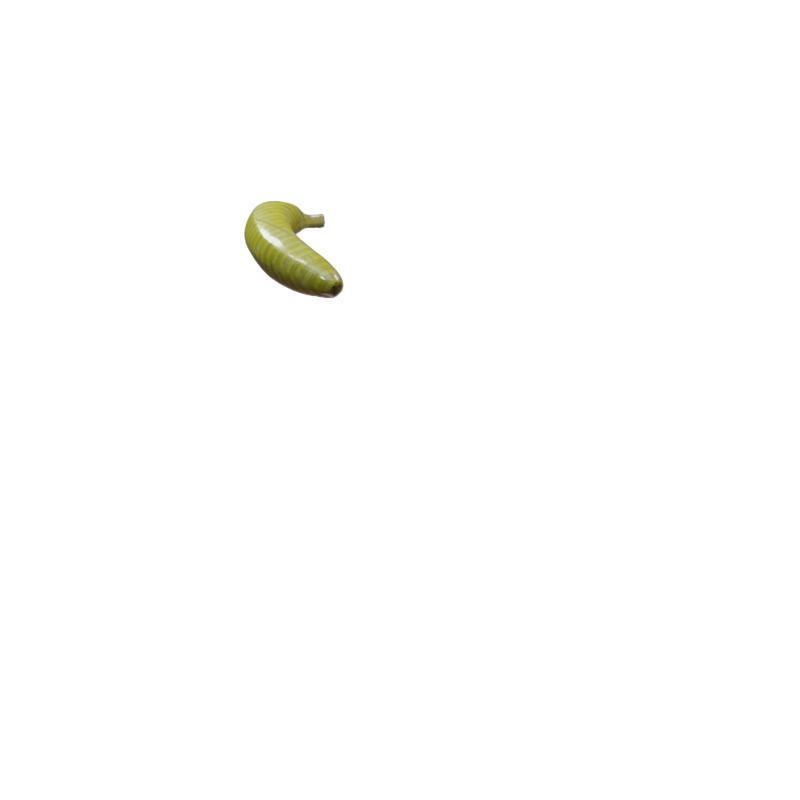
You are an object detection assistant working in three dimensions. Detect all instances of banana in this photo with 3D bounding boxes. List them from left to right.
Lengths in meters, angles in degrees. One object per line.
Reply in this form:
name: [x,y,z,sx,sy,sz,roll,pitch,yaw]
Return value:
banana: [-0.086,-0.123,0.858,0.069,0.035,0.209,-2,25,-6]
